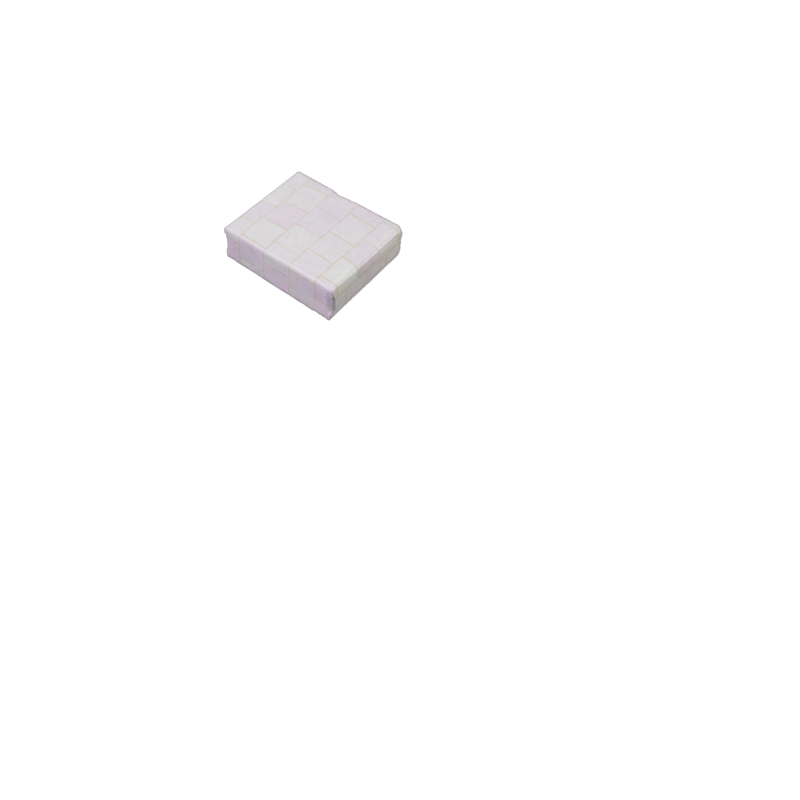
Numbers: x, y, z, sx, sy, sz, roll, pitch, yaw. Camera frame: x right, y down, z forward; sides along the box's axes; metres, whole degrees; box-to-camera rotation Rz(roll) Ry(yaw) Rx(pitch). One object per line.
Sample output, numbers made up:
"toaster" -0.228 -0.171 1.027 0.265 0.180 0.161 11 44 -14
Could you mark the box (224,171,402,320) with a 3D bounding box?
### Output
"box" -0.055 -0.101 0.708 0.094 0.028 0.074 31 55 25
